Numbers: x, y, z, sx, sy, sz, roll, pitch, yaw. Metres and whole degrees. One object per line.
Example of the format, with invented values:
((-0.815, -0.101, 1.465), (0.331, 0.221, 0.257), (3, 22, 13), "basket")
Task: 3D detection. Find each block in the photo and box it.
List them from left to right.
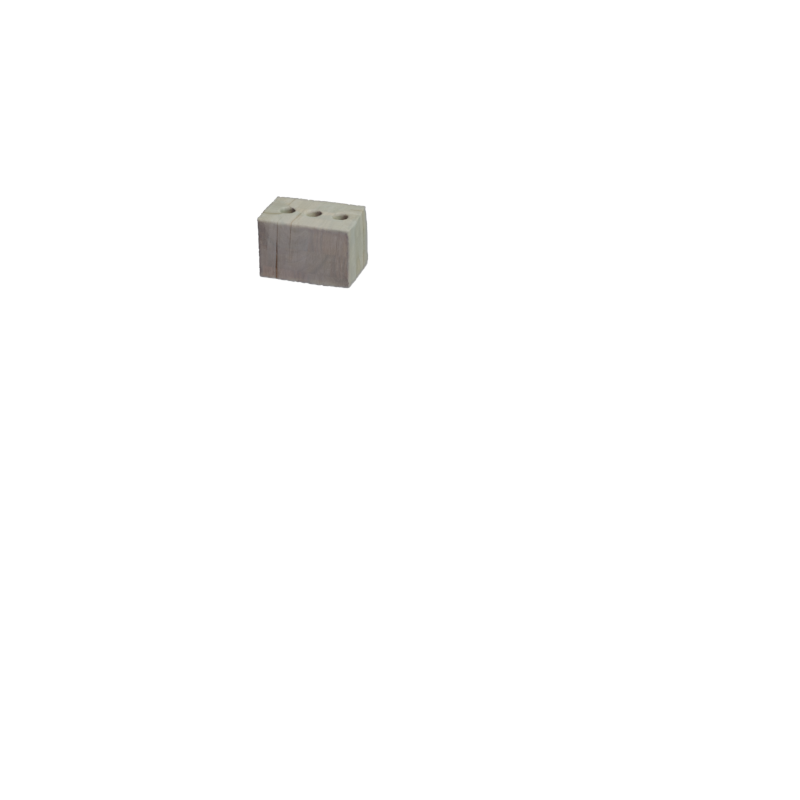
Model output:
((-0.069, -0.126, 0.884), (0.080, 0.048, 0.054), (8, 28, 14), "block")
